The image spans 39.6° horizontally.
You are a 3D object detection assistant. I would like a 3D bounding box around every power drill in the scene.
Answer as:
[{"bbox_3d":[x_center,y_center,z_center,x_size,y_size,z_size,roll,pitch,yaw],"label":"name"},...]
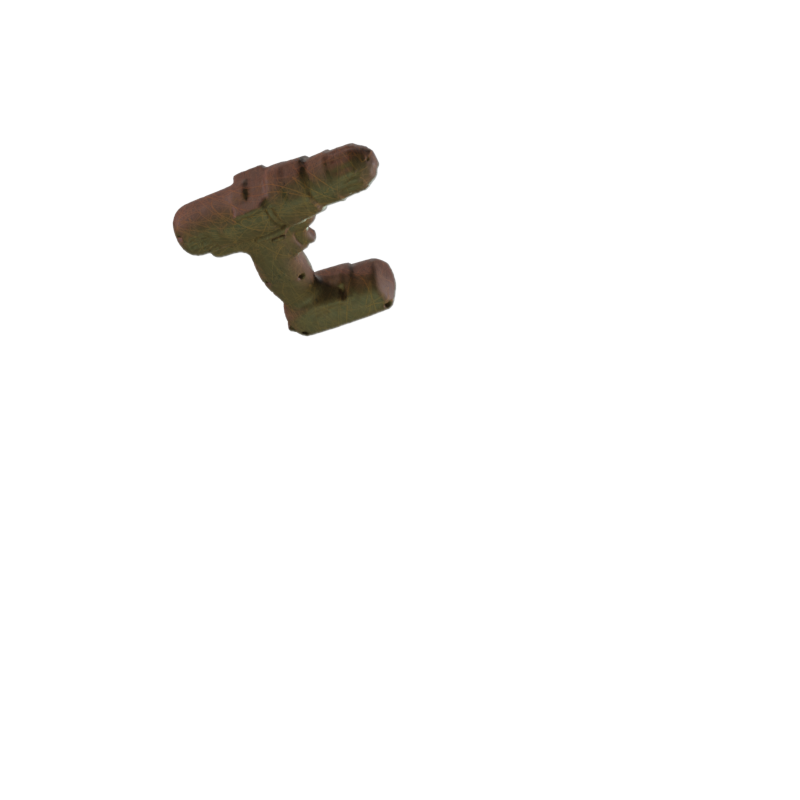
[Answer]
[{"bbox_3d":[-0.075,-0.137,0.956,0.186,0.061,0.173,-16,-37,21],"label":"power drill"}]
